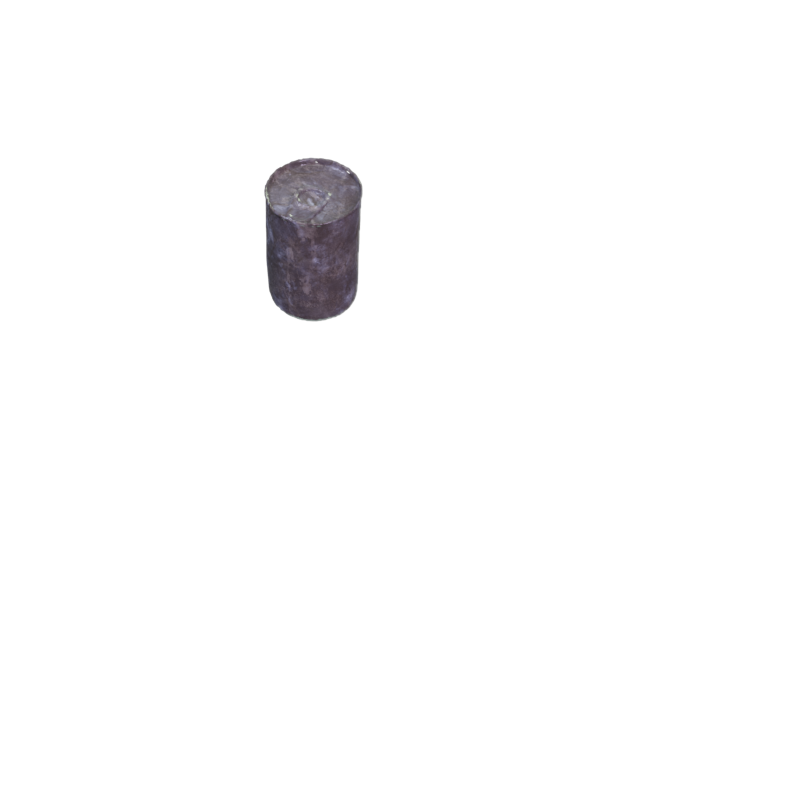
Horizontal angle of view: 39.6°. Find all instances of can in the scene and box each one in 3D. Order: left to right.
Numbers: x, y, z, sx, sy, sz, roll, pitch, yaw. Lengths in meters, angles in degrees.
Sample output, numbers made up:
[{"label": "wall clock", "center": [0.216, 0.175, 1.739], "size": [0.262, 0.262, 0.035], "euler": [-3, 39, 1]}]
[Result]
[{"label": "can", "center": [-0.063, -0.114, 0.799], "size": [0.068, 0.074, 0.095], "euler": [0, -41, -3]}]
